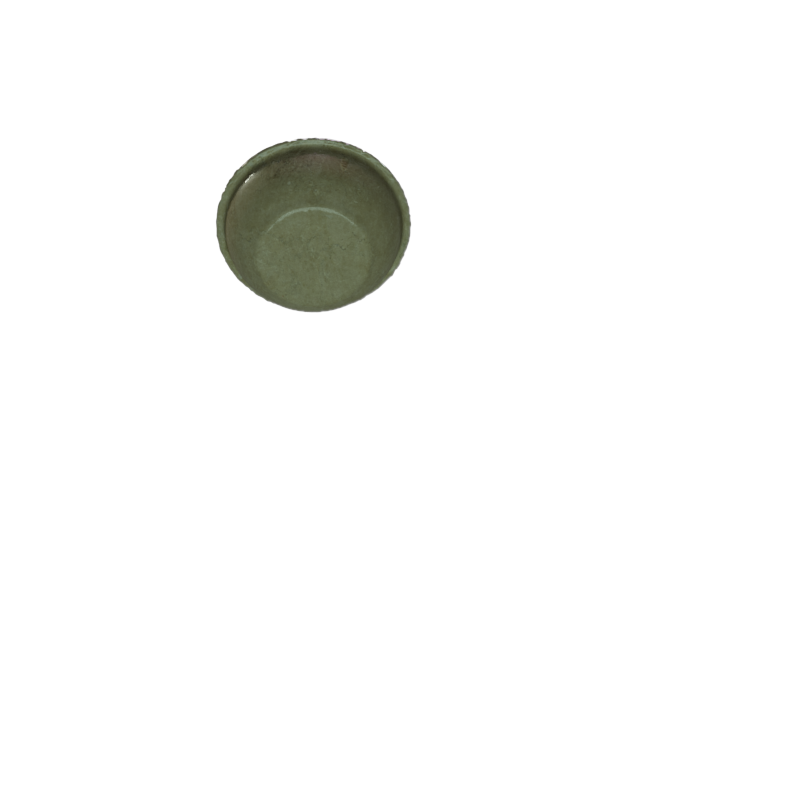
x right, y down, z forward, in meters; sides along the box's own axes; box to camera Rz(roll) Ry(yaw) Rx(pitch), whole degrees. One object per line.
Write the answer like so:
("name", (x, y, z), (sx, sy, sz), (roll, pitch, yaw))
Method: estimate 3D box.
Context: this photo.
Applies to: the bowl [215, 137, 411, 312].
("bowl", (-0.070, -0.128, 0.897), (0.162, 0.153, 0.058), (1, 30, -1))
